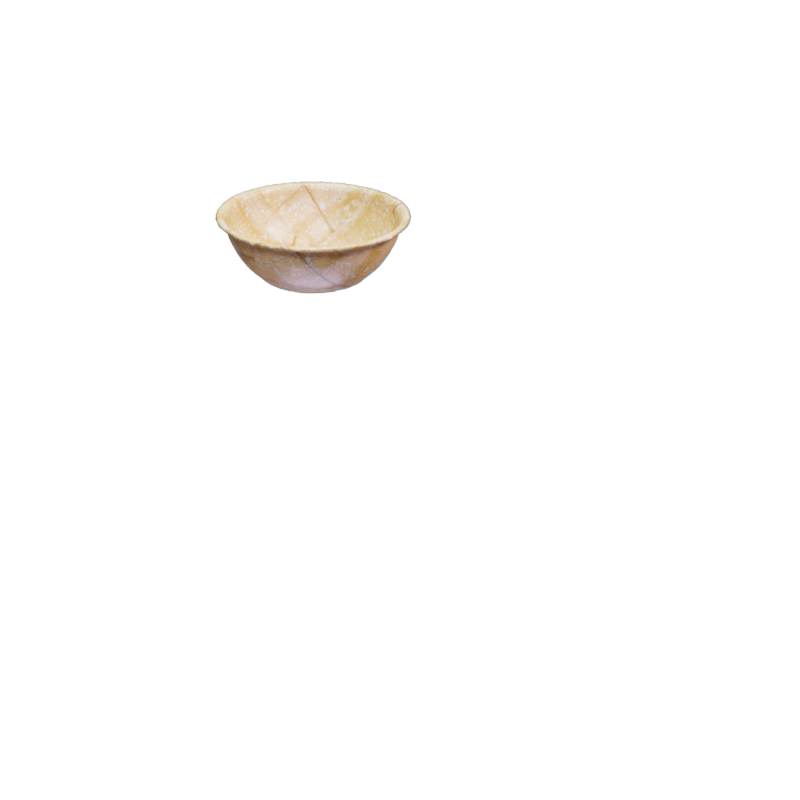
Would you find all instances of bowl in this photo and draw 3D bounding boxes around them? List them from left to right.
[{"bbox_3d":[-0.073,-0.132,0.927,0.162,0.052,0.171,-1,29,-2],"label":"bowl"}]
